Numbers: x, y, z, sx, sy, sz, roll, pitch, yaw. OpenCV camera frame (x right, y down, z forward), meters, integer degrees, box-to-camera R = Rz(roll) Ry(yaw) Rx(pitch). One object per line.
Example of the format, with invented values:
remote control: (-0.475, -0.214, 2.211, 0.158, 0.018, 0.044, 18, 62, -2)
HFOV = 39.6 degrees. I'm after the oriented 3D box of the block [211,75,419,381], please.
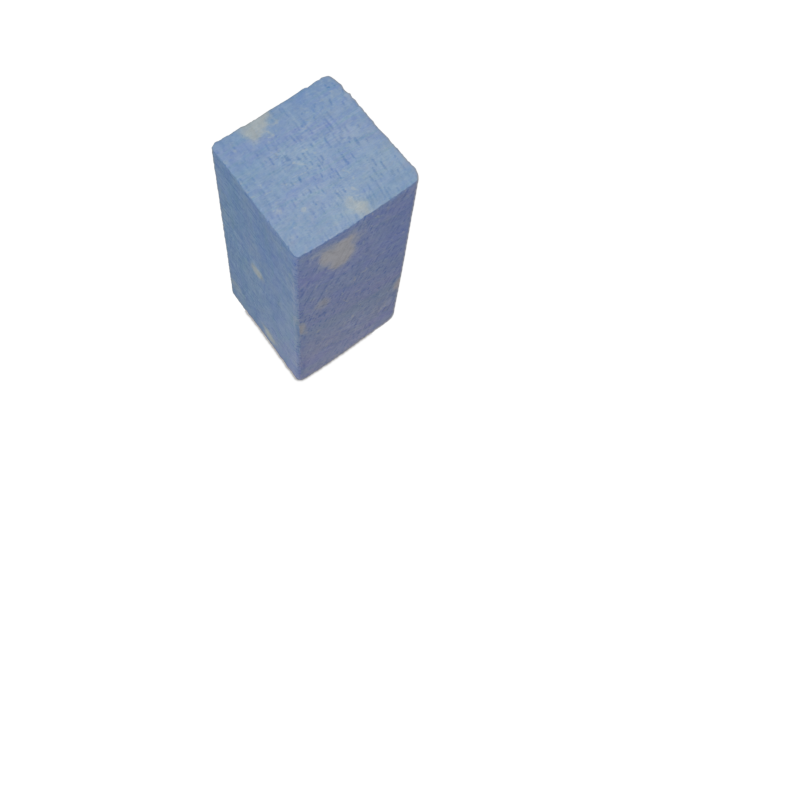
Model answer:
block: (-0.056, -0.104, 0.725, 0.090, 0.095, 0.196, -34, -15, -15)
